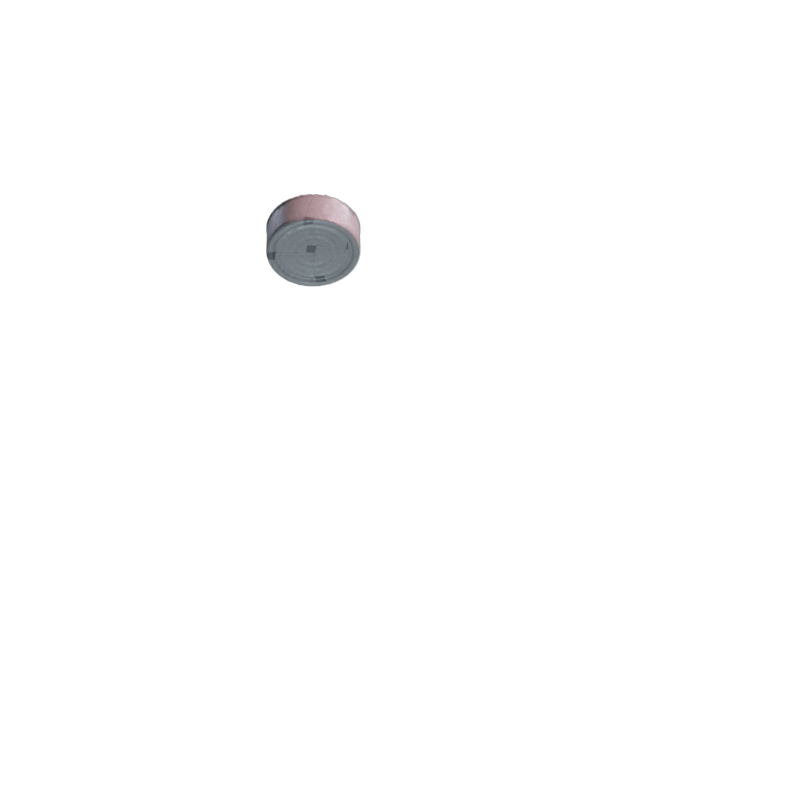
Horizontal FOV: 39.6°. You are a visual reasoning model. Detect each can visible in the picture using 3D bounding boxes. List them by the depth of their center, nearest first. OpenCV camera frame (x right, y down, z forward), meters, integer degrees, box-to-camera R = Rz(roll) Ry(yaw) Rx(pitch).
[{"bbox_3d":[-0.078,-0.142,0.993,0.086,0.036,0.080,1,-43,-1],"label":"can"}]
